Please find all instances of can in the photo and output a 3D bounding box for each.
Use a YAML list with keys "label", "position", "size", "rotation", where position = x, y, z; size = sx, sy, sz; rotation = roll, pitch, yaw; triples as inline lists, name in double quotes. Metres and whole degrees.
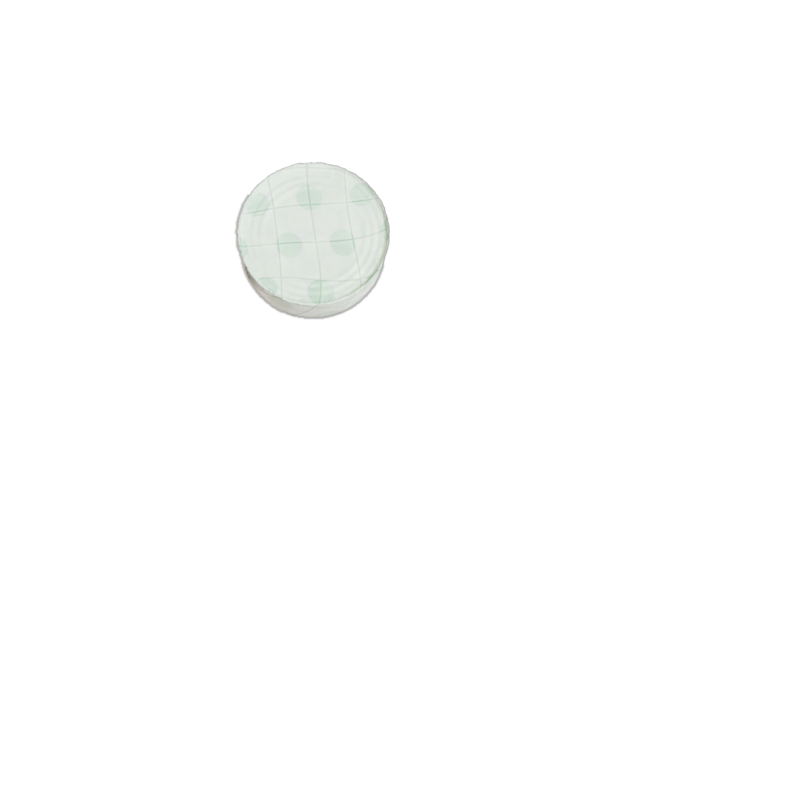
- label: "can"
  position: [-0.050, -0.091, 0.635]
  size: [0.086, 0.090, 0.032]
  rotation: [-1, -18, -1]
